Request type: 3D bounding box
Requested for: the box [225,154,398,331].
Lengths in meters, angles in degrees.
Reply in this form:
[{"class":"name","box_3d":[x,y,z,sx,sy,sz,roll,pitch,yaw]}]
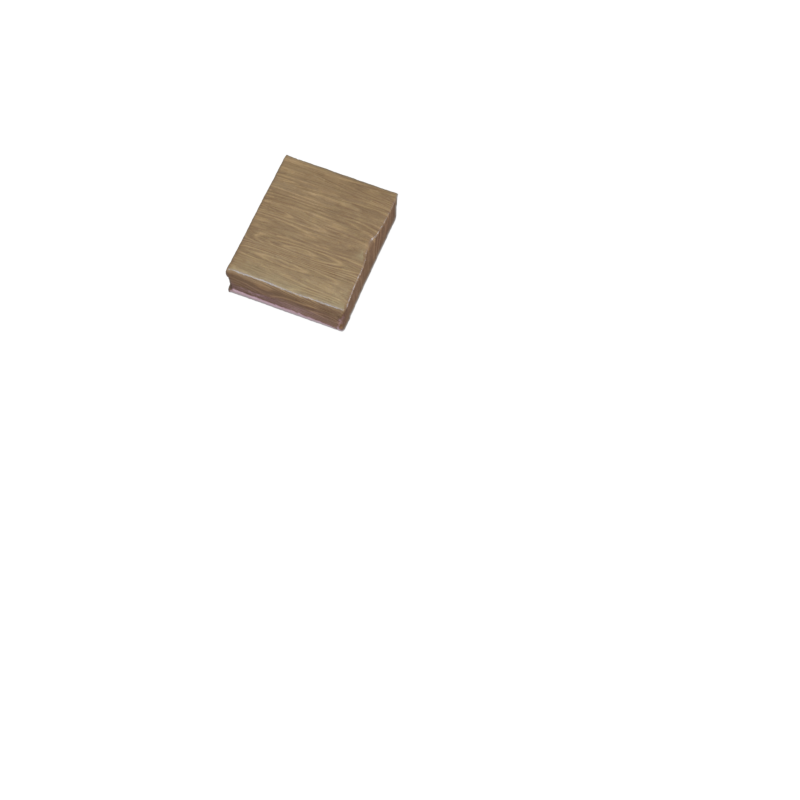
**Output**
[{"class":"box","box_3d":[-0.051,-0.092,0.645,0.075,0.093,0.028,19,-28,10]}]
